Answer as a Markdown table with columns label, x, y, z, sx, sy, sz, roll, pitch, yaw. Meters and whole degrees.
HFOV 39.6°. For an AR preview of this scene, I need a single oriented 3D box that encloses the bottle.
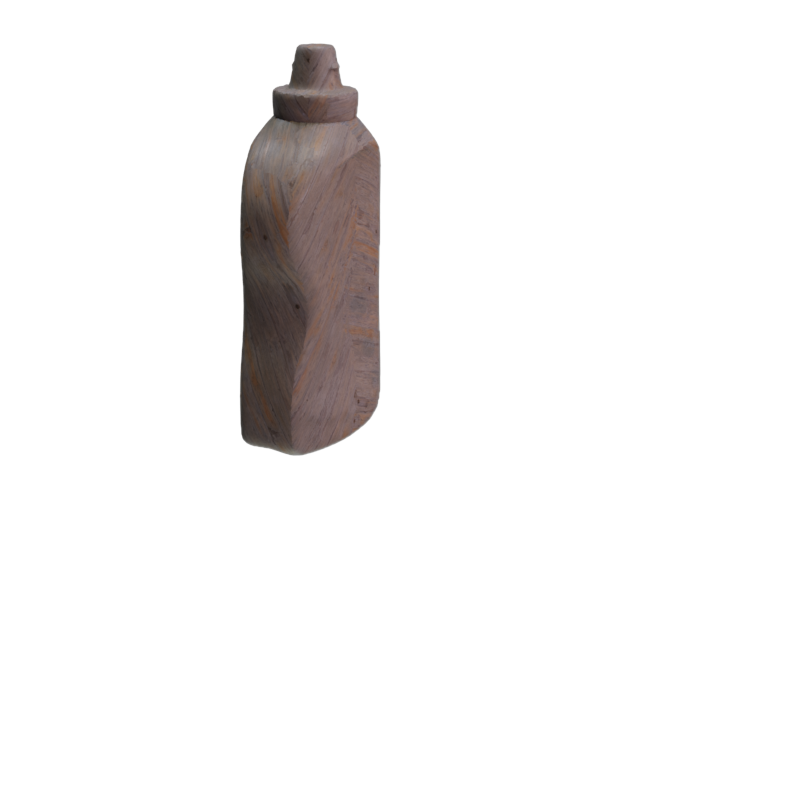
| label | x | y | z | sx | sy | sz | roll | pitch | yaw |
| --- | --- | --- | --- | --- | --- | --- | --- | --- | --- |
| bottle | -0.042 | -0.078 | 0.546 | 0.061 | 0.185 | 0.096 | 9 | 19 | 26 |
